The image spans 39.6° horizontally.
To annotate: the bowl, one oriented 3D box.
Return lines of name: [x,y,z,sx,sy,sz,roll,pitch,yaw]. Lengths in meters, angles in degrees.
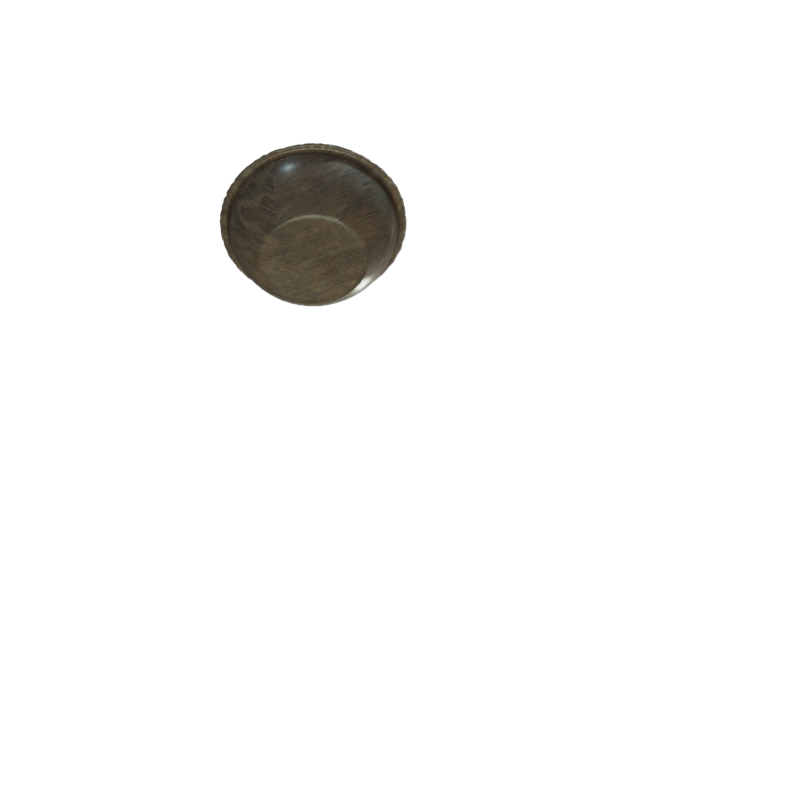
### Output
bowl: [-0.073,-0.134,0.937,0.162,0.151,0.059,1,38,-1]
